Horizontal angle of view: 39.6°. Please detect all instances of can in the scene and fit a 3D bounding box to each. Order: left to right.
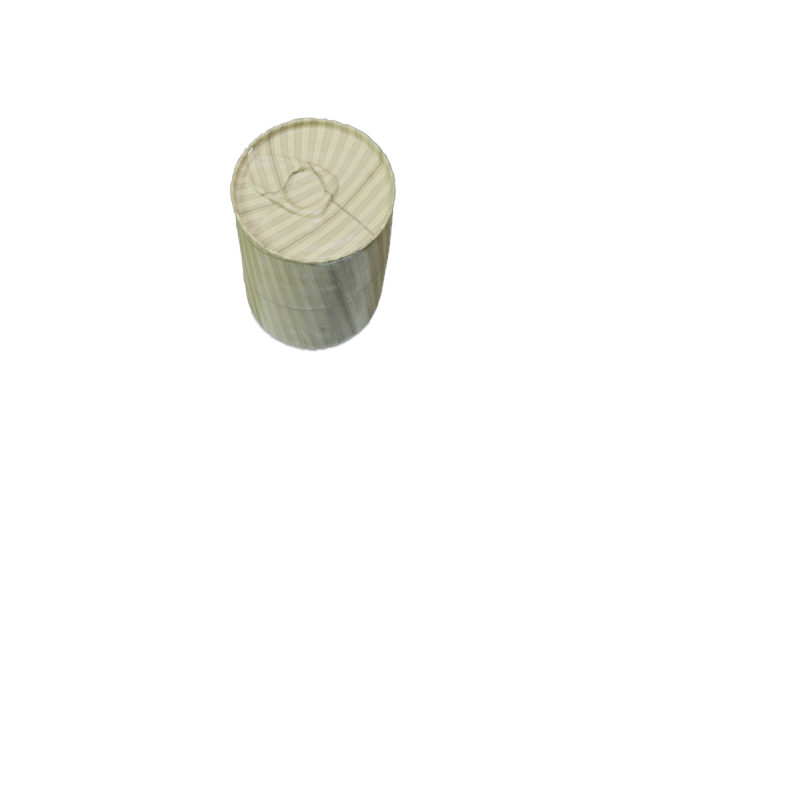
[{"bbox_3d":[-0.039,-0.071,0.498,0.068,0.072,0.097,0,-21,-3],"label":"can"}]
